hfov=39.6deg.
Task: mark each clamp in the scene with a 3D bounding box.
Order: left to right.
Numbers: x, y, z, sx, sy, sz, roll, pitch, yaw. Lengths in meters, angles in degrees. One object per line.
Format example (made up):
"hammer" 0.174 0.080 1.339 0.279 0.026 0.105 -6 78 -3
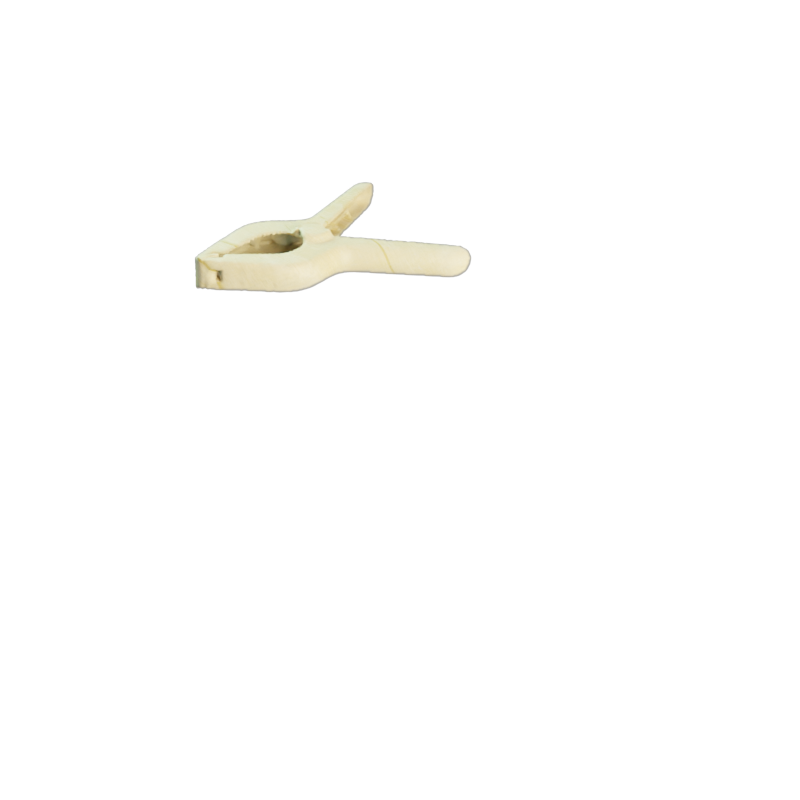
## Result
"clamp" -0.071 -0.129 0.906 0.207 0.034 0.177 -12 33 -19
